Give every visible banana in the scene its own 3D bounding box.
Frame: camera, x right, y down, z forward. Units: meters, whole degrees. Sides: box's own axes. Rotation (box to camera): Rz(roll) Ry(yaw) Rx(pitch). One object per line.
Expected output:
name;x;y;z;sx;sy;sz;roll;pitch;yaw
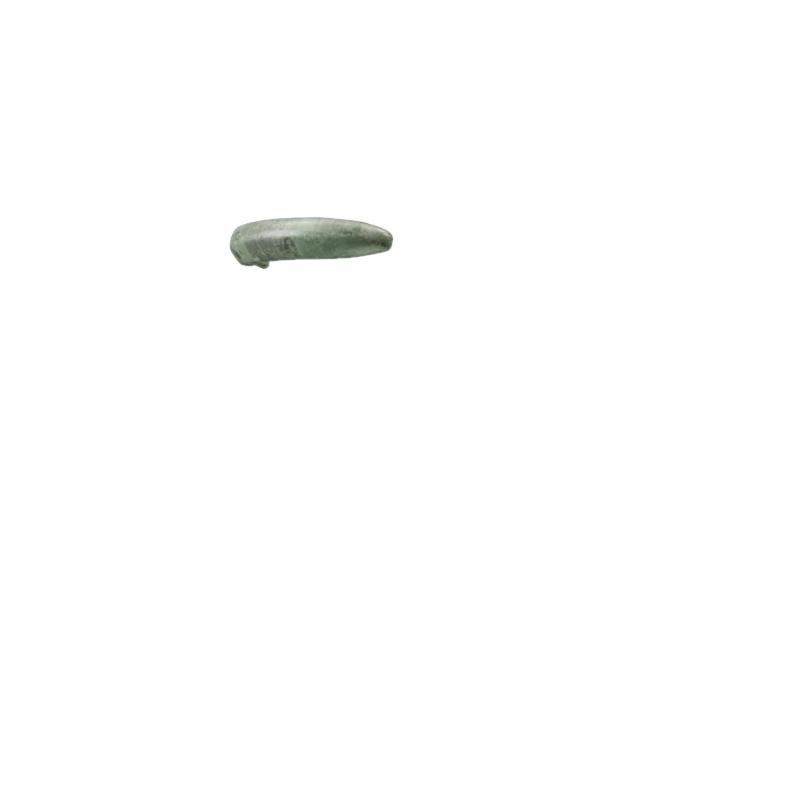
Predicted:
banana;-0.091;-0.134;0.934;0.067;0.037;0.205;-1;3;-37
